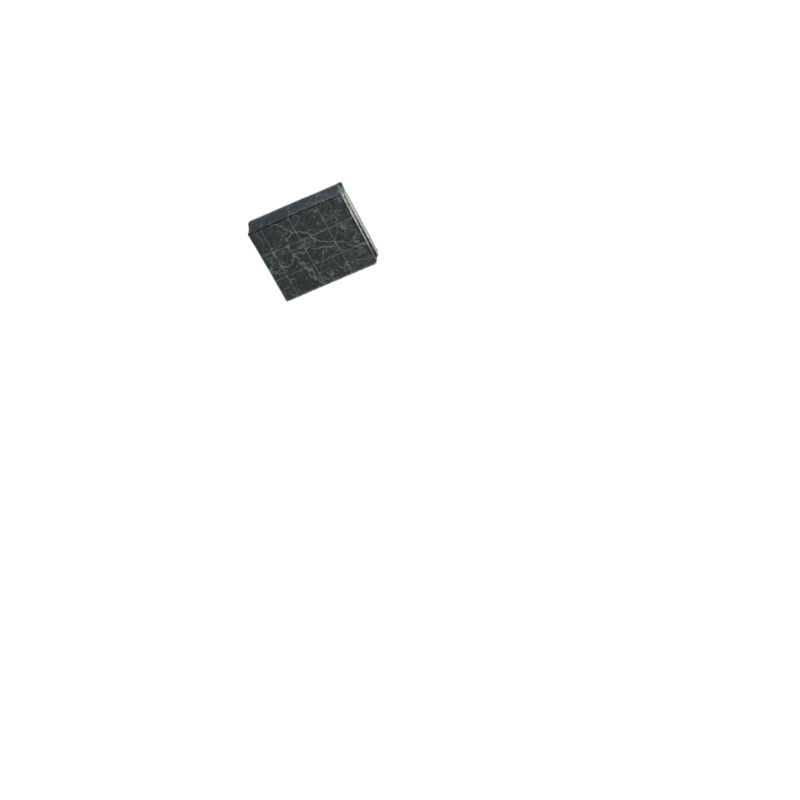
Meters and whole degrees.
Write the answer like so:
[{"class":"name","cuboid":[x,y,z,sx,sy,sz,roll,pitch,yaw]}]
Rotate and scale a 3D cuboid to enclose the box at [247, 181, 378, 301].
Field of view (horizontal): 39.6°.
[{"class":"box","cuboid":[-0.073,-0.134,0.935,0.089,0.068,0.032,-22,28,12]}]
